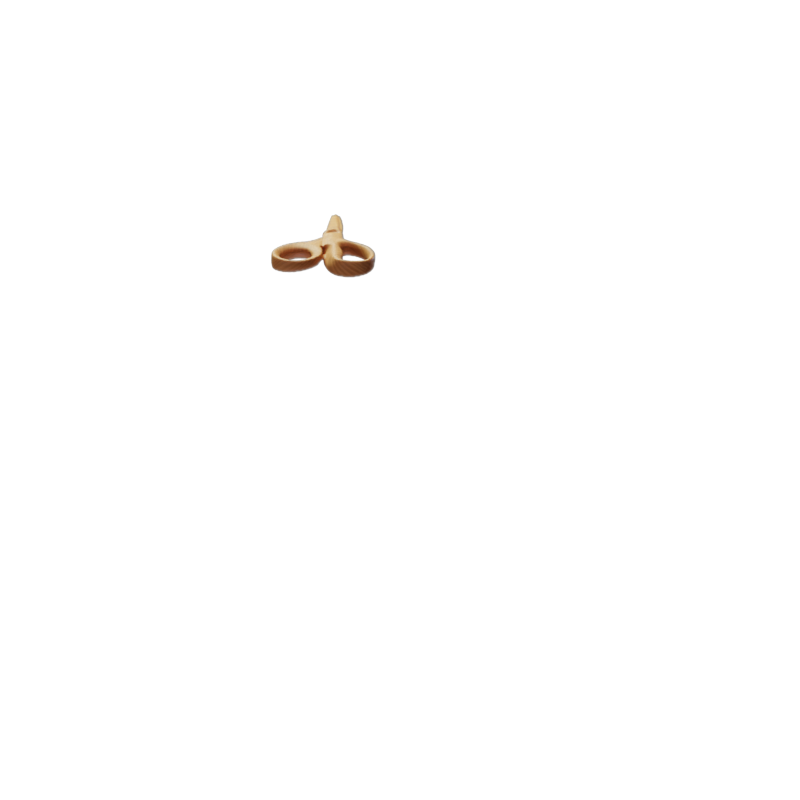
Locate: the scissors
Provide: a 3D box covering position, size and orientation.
[{"bbox_3d":[-0.078,-0.142,0.992,0.095,0.015,0.213,-5,21,-14],"label":"scissors"}]
